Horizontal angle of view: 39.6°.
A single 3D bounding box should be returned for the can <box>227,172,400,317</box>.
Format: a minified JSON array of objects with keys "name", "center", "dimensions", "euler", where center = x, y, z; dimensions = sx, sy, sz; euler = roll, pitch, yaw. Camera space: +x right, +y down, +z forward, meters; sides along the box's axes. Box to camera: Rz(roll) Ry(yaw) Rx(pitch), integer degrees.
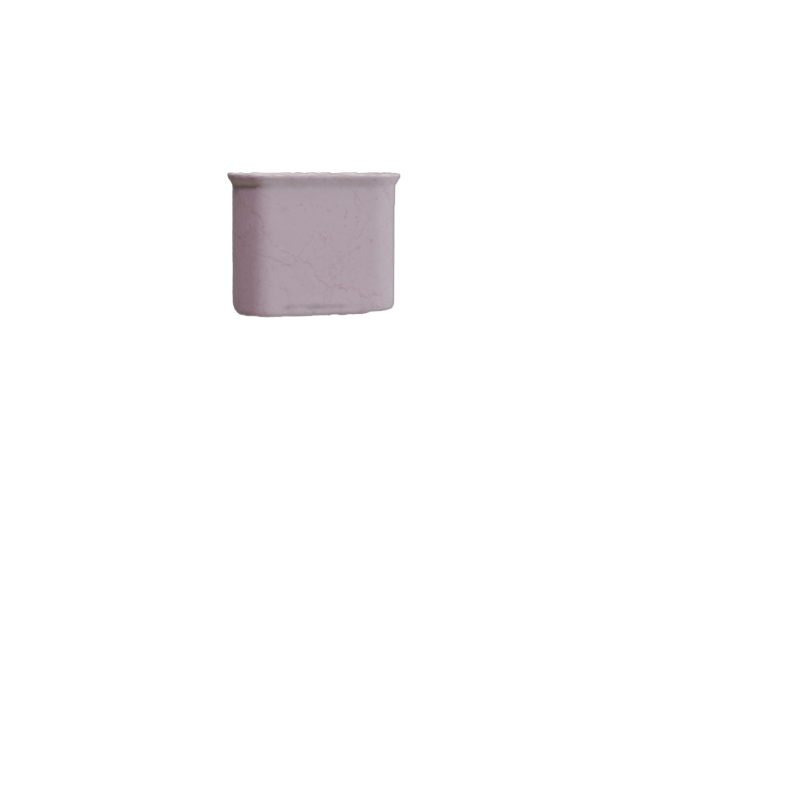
[{"name":"can","center":[-0.052,-0.096,0.671],"dimensions":[0.100,0.083,0.059],"euler":[-2,8,-13]}]
